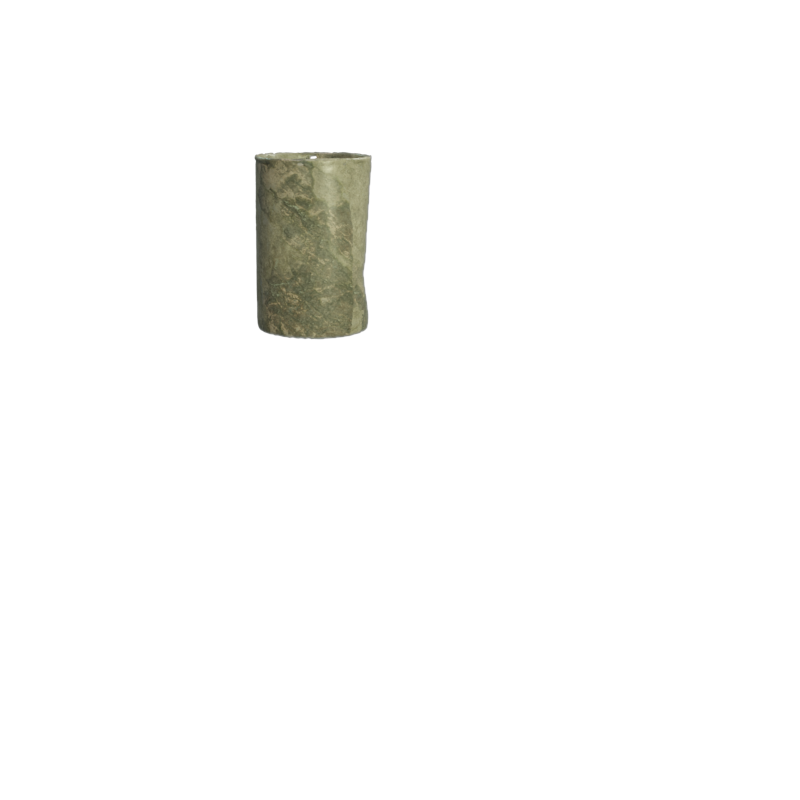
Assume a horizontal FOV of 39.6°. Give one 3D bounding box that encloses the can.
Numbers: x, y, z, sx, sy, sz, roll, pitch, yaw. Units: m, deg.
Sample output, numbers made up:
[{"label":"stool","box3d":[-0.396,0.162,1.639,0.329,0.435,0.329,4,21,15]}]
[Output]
[{"label":"can","box3d":[-0.051,-0.093,0.649,0.068,0.100,0.070,0,11,-2]}]
